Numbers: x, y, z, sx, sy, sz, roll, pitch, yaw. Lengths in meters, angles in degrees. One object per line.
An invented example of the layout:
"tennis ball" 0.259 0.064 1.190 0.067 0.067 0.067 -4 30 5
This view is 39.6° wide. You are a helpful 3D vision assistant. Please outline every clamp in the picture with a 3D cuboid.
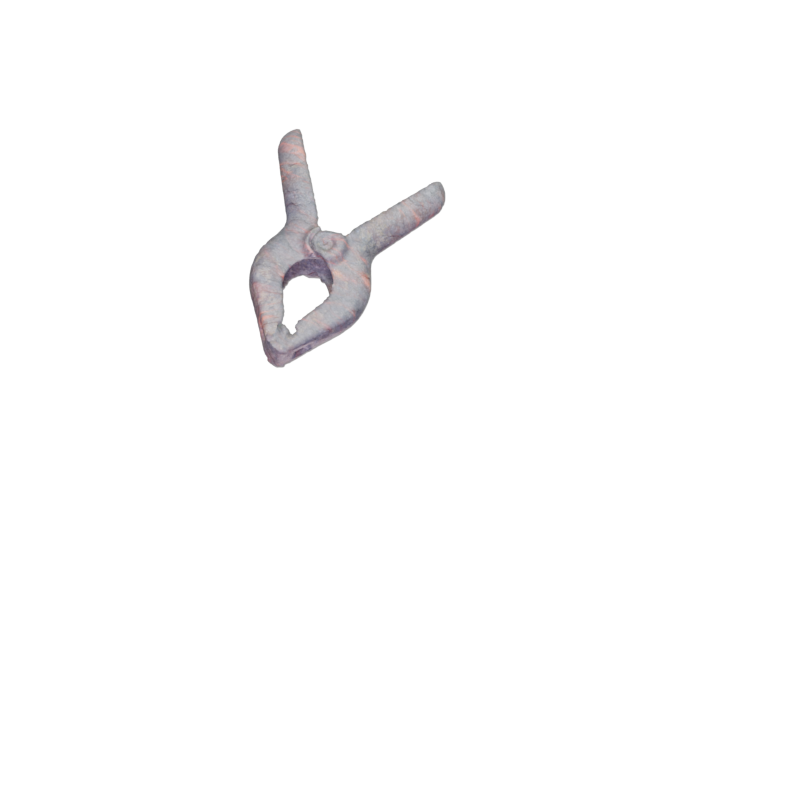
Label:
"clamp" -0.058 -0.105 0.735 0.124 0.177 0.037 25 -29 15
